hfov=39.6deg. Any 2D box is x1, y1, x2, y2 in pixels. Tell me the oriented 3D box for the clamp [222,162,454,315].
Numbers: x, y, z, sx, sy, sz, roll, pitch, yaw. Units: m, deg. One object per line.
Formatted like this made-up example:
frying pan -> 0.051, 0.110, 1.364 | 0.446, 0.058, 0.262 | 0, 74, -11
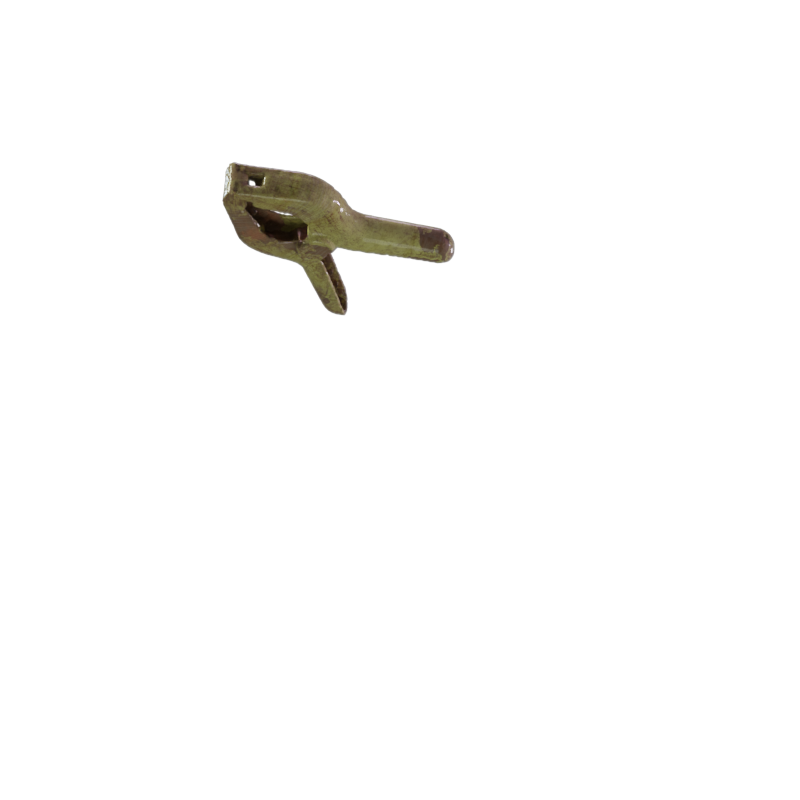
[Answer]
clamp -> -0.061, -0.111, 0.780 | 0.163, 0.042, 0.118 | 23, -43, -28
